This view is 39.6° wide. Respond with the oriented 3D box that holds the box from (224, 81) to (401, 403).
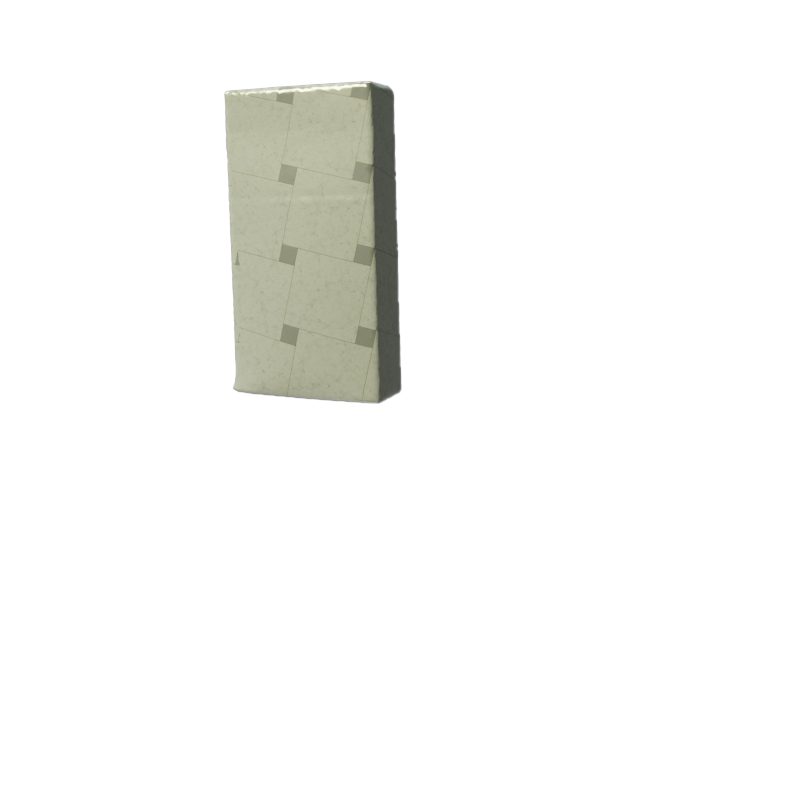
[{"bbox_3d":[-0.049,-0.091,0.634,0.096,0.176,0.047,1,2,23],"label":"box"}]
